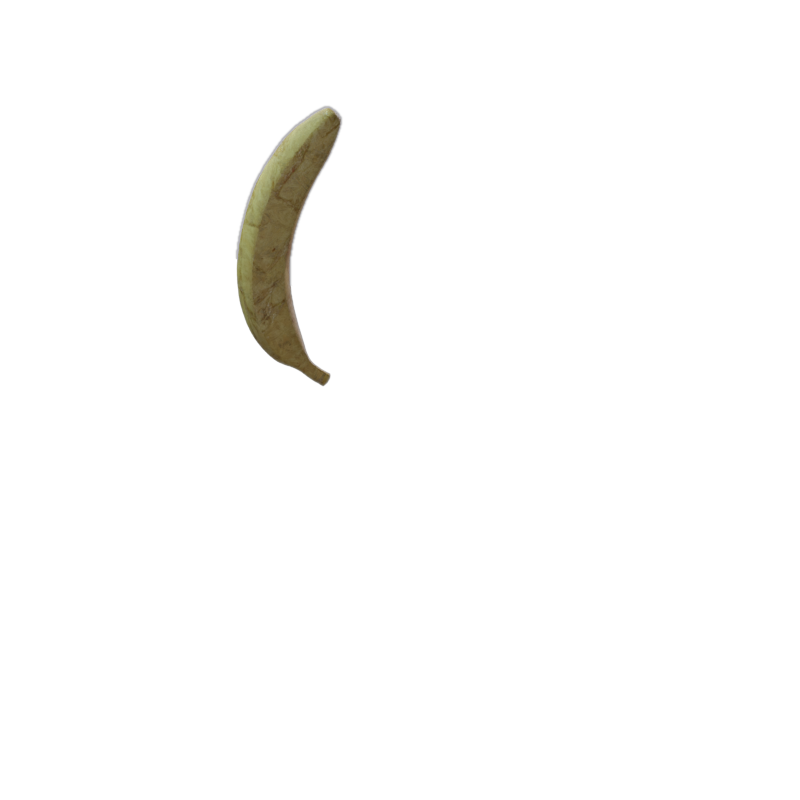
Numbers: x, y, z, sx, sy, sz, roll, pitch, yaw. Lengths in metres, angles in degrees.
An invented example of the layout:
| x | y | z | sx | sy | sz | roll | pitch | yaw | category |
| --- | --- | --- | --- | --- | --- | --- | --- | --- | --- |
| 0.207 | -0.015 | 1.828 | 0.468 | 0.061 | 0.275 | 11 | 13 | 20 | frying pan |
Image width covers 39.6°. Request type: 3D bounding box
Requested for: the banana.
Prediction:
| x | y | z | sx | sy | sz | roll | pitch | yaw | category |
| --- | --- | --- | --- | --- | --- | --- | --- | --- | --- |
| -0.079 | -0.108 | 0.776 | 0.069 | 0.191 | 0.038 | 3 | 16 | -2 | banana |
